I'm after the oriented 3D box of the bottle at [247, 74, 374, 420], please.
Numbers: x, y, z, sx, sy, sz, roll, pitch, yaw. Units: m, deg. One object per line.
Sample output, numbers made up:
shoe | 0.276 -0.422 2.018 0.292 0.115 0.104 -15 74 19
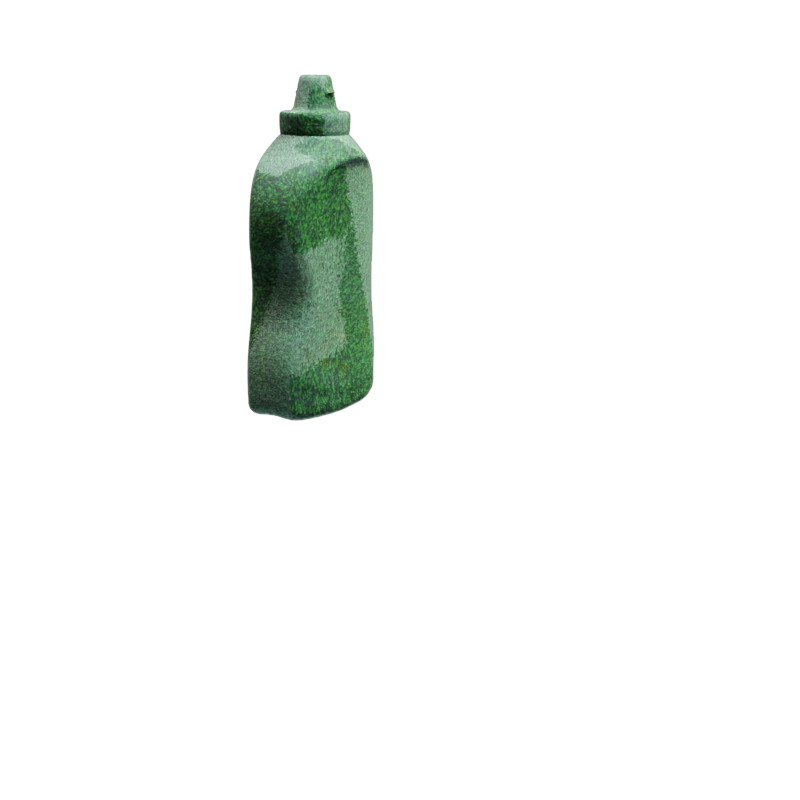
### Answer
bottle | -0.050 -0.092 0.644 0.061 0.188 0.094 6 11 31
